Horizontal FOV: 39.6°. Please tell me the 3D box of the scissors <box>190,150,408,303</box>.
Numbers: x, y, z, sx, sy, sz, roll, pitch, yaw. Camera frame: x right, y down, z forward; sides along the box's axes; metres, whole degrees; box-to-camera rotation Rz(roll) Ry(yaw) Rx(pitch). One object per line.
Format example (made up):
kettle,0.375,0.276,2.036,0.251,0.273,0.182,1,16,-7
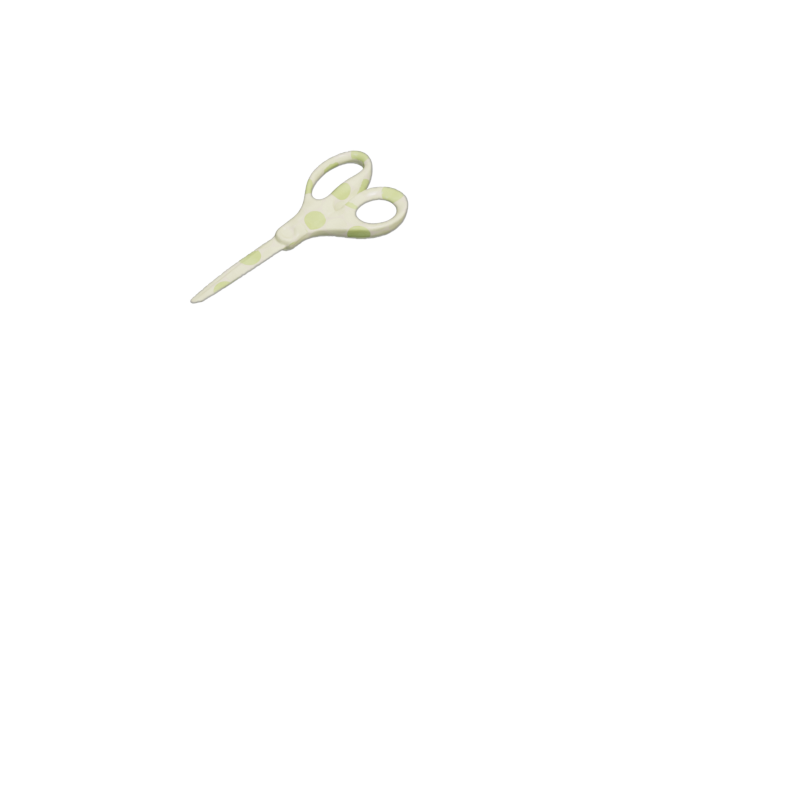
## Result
scissors,-0.069,-0.125,0.879,0.100,0.208,0.015,25,-32,17
